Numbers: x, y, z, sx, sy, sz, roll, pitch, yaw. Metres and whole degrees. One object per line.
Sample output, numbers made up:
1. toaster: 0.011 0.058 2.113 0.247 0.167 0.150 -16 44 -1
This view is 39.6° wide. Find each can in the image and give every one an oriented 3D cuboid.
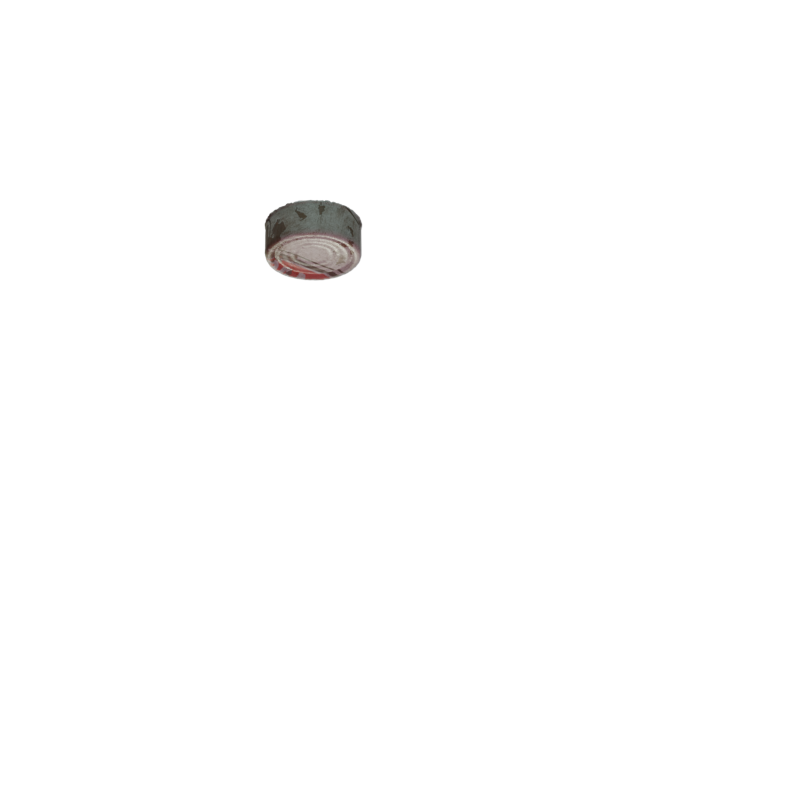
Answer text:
1. can: -0.076 -0.138 0.968 0.086 0.036 0.081 1 -25 -2
